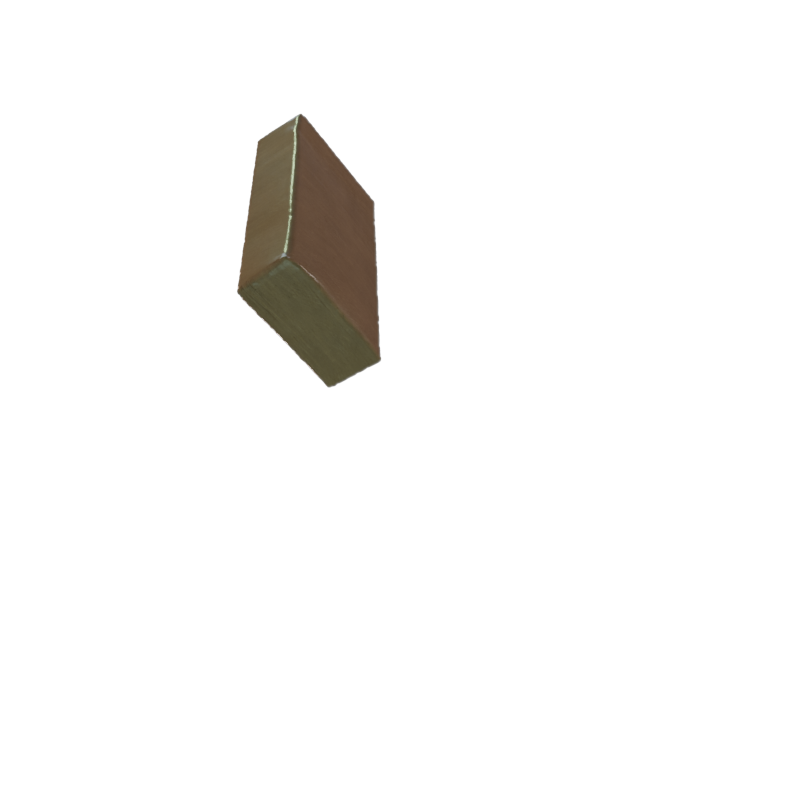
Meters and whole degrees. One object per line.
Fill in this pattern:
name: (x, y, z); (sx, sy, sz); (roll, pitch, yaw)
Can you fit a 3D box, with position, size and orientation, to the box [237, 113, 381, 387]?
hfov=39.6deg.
box: (-0.056, -0.101, 0.711); (0.048, 0.087, 0.189); (-31, 33, 19)
